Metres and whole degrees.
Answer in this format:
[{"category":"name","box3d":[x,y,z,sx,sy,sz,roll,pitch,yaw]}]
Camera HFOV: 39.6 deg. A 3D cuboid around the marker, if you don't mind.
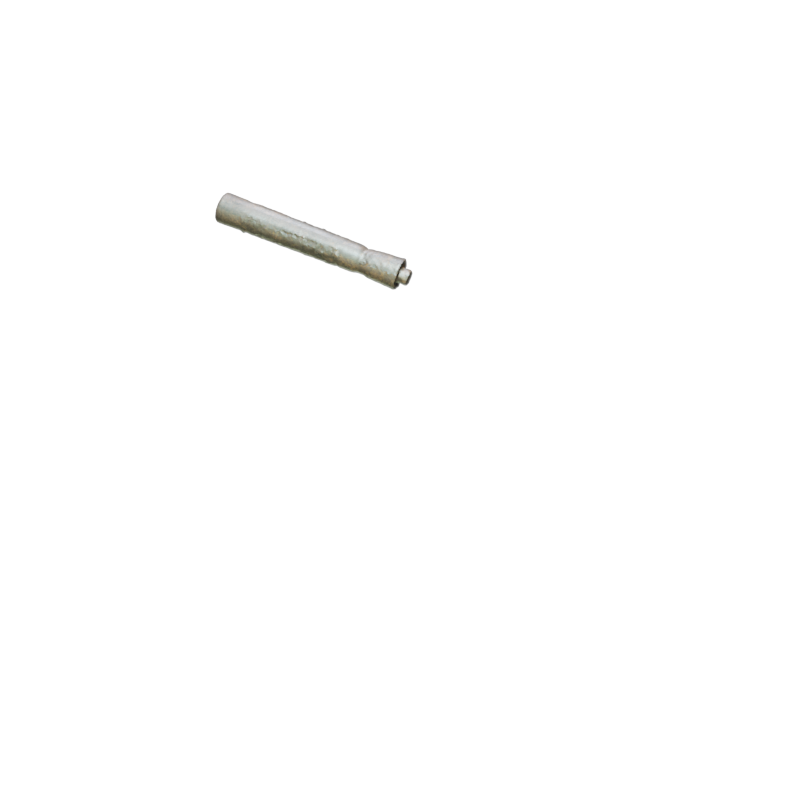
[{"category":"marker","box3d":[-0.050,-0.092,0.642,0.125,0.019,0.019,23,10,16]}]
